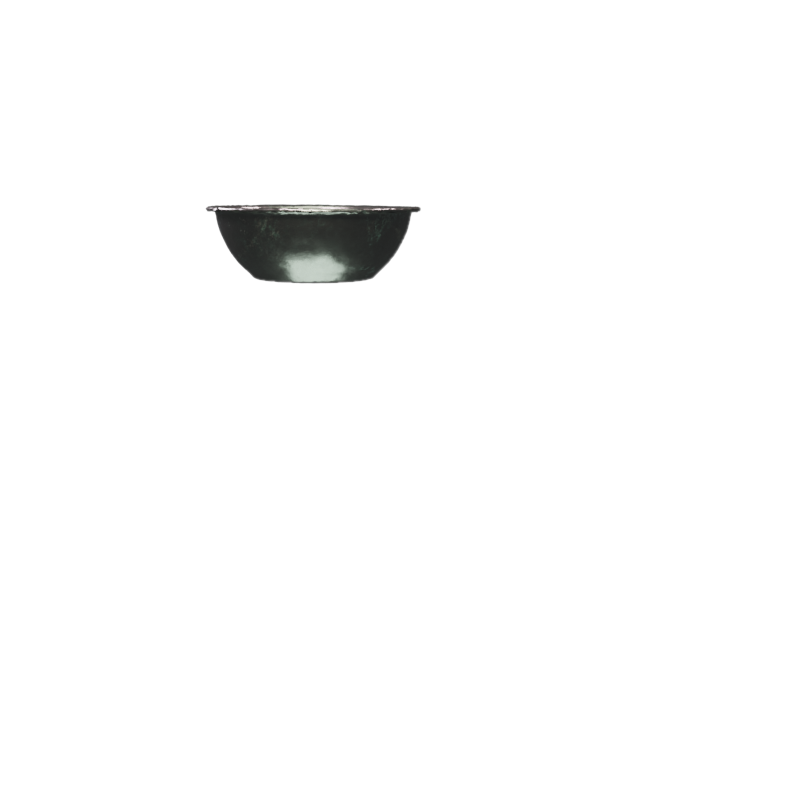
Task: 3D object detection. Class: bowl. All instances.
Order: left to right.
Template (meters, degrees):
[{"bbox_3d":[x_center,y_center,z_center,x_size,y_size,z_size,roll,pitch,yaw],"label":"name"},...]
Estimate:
[{"bbox_3d":[-0.065,-0.119,0.836,0.162,0.054,0.165,0,11,-2],"label":"bowl"}]
